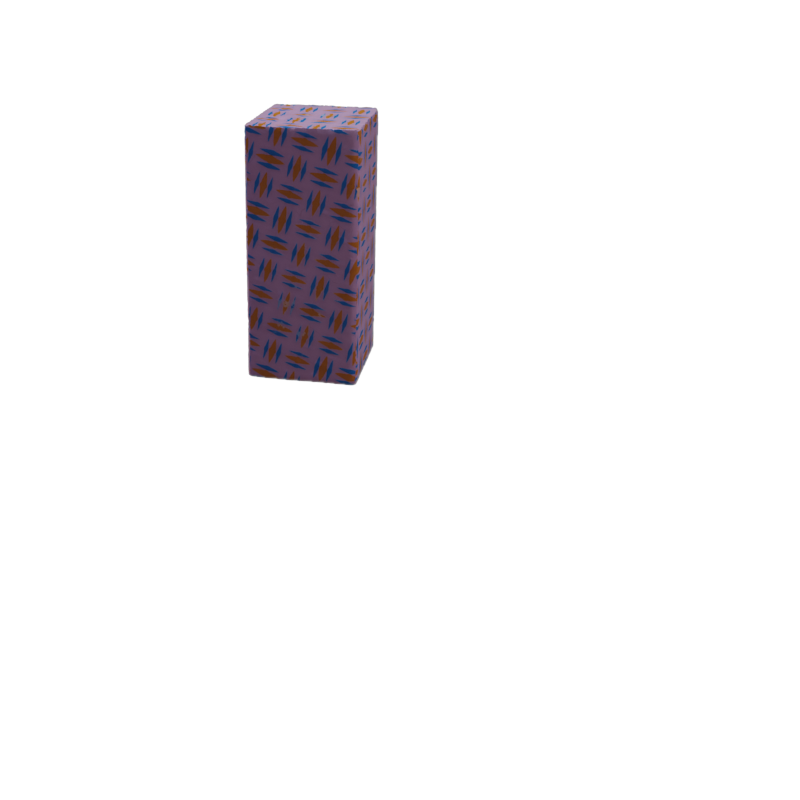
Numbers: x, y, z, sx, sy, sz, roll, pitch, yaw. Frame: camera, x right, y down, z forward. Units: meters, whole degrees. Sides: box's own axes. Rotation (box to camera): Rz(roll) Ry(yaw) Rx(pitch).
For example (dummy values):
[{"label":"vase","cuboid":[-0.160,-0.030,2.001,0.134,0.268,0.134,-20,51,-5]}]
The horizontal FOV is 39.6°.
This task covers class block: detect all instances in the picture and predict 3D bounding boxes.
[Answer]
[{"label":"block","cuboid":[-0.069,-0.127,0.891,0.092,0.198,0.093,5,20,10]}]
